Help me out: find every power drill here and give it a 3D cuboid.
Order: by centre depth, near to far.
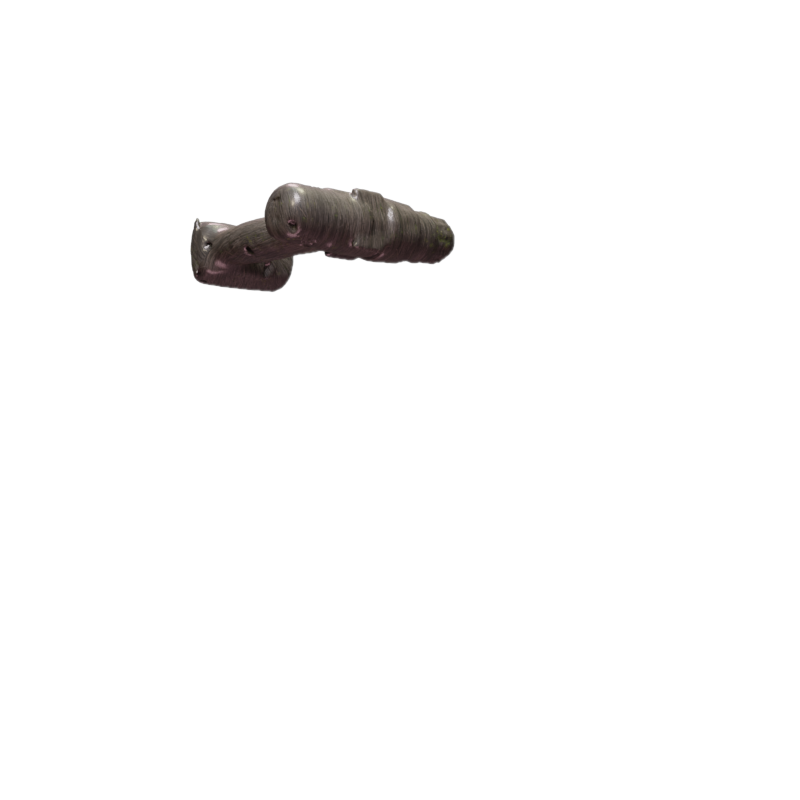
[{"bbox_3d":[-0.073,-0.133,0.933,0.175,0.059,0.192,7,-11,-41],"label":"power drill"}]
